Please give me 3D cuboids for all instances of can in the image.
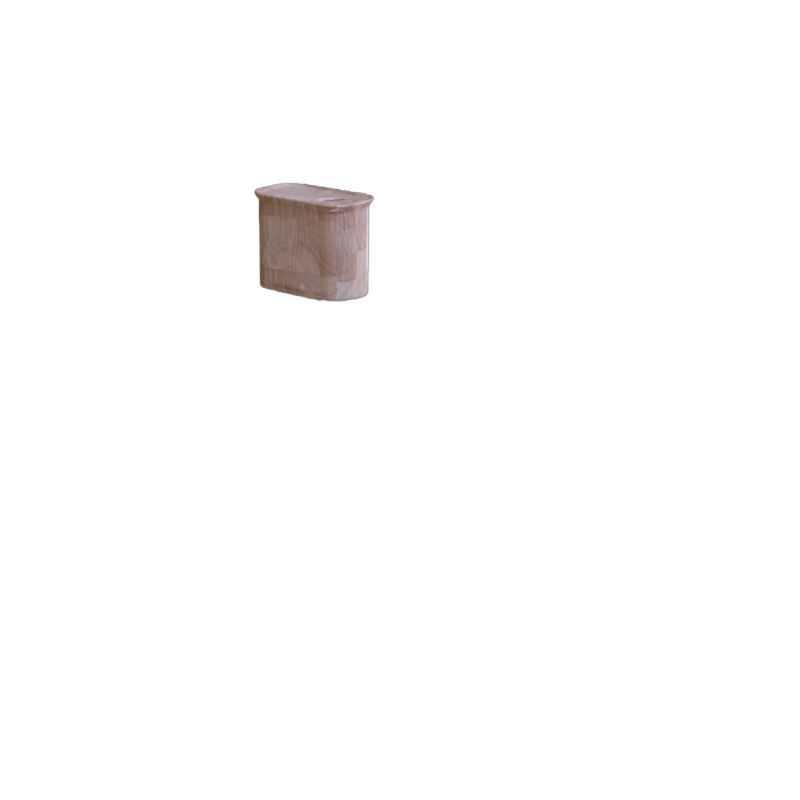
[{"bbox_3d":[-0.073,-0.133,0.930,0.107,0.081,0.057,14,21,35],"label":"can"}]
